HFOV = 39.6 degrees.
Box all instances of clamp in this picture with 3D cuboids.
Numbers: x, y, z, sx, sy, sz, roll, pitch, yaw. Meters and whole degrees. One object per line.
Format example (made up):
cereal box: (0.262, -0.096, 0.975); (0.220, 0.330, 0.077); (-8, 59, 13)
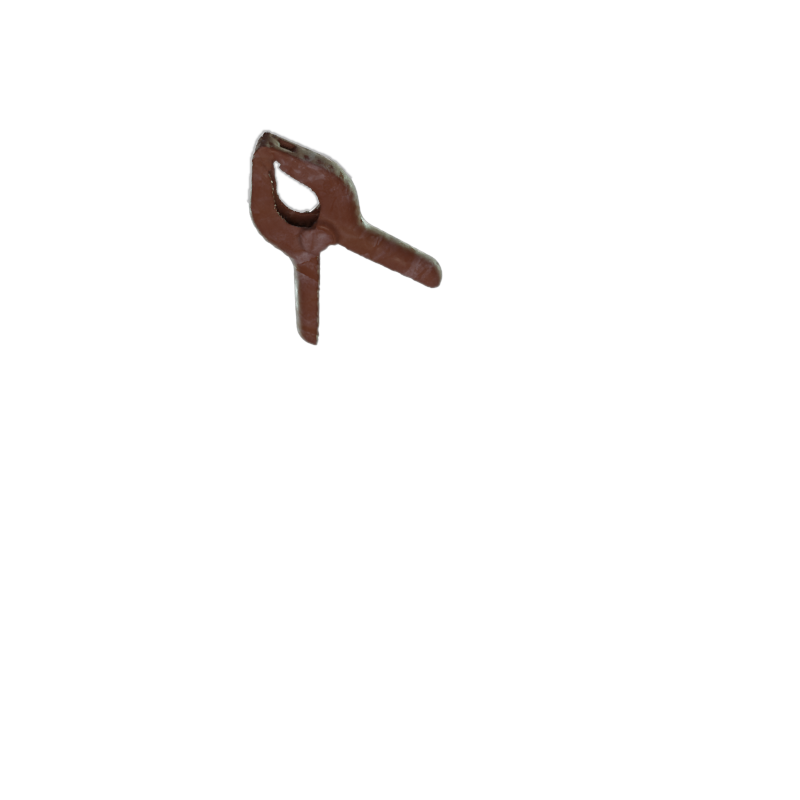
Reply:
clamp: (-0.064, -0.116, 0.814); (0.119, 0.163, 0.041); (-37, 20, 15)
